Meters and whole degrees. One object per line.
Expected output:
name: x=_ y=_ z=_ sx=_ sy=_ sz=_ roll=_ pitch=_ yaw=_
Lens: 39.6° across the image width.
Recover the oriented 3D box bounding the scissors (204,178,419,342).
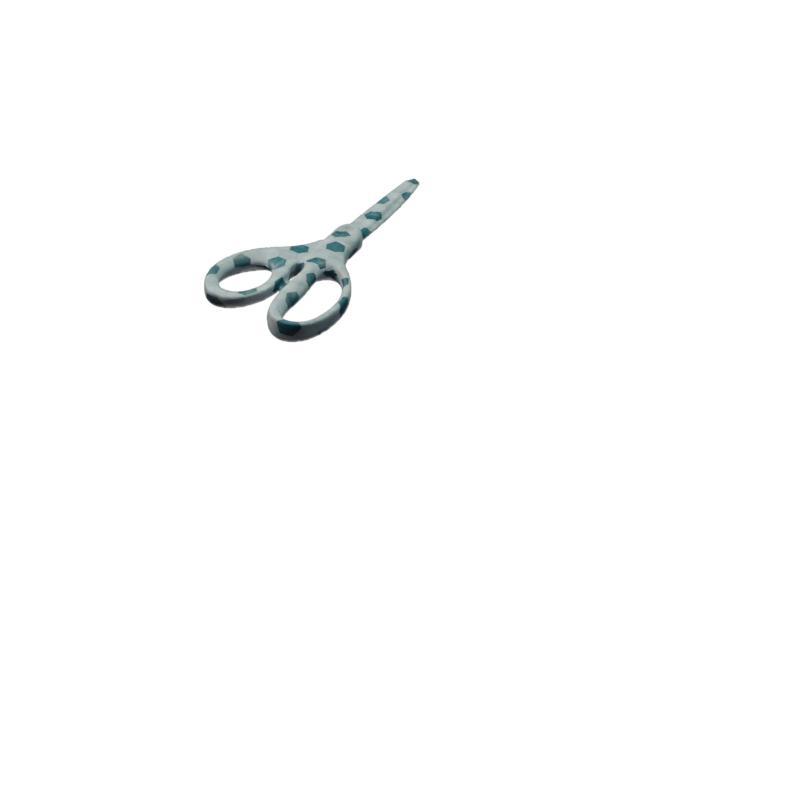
scissors: x=-0.054 y=-0.099 z=0.694 sx=0.098 sy=0.015 sz=0.211 roll=7 pitch=36 yaw=10
